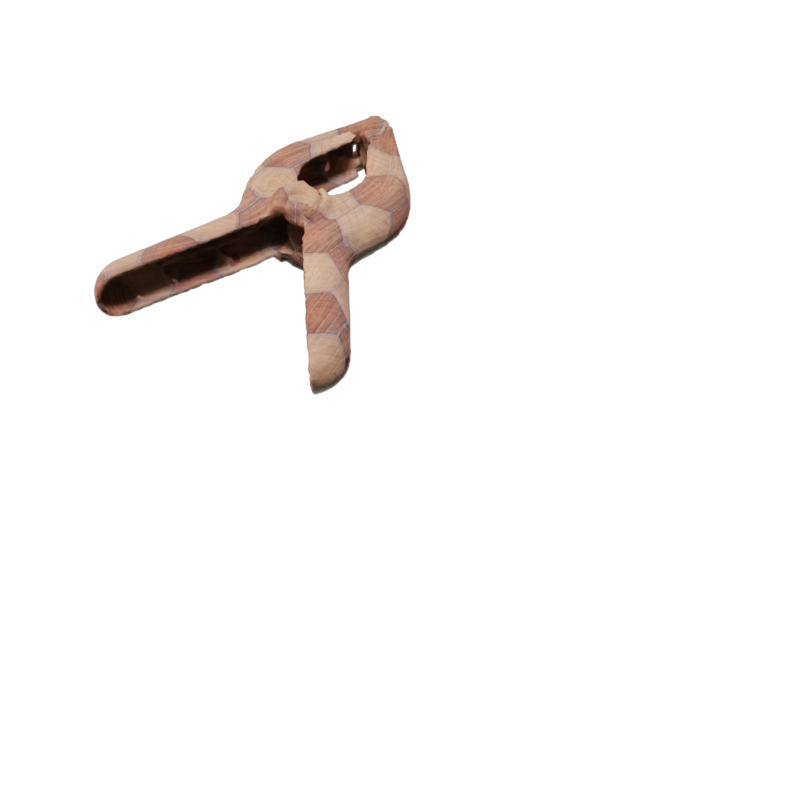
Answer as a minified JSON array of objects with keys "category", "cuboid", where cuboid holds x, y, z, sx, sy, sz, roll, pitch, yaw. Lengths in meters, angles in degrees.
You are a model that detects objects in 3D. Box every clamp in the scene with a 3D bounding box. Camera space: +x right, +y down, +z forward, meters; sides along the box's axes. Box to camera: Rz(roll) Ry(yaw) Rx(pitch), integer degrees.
[{"category":"clamp","cuboid":[-0.039,-0.071,0.500,0.126,0.036,0.175,29,54,23]}]
